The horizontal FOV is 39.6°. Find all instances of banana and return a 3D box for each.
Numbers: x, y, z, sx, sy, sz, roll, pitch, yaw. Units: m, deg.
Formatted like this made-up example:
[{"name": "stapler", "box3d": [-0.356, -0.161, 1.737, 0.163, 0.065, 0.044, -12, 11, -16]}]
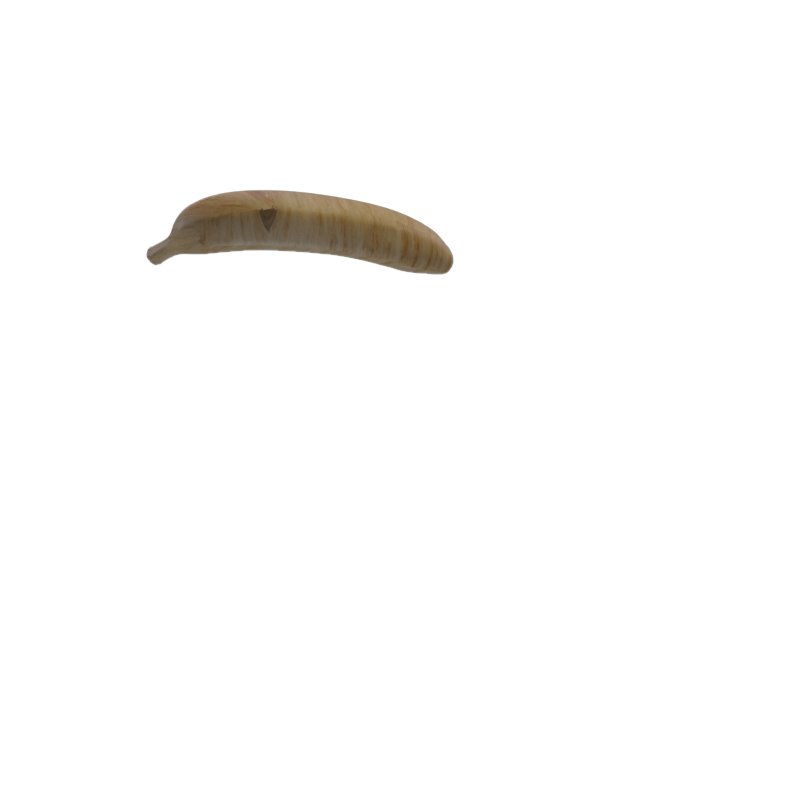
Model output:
[{"name": "banana", "box3d": [-0.053, -0.103, 0.680, 0.194, 0.038, 0.069, 2, -11, -13]}]
